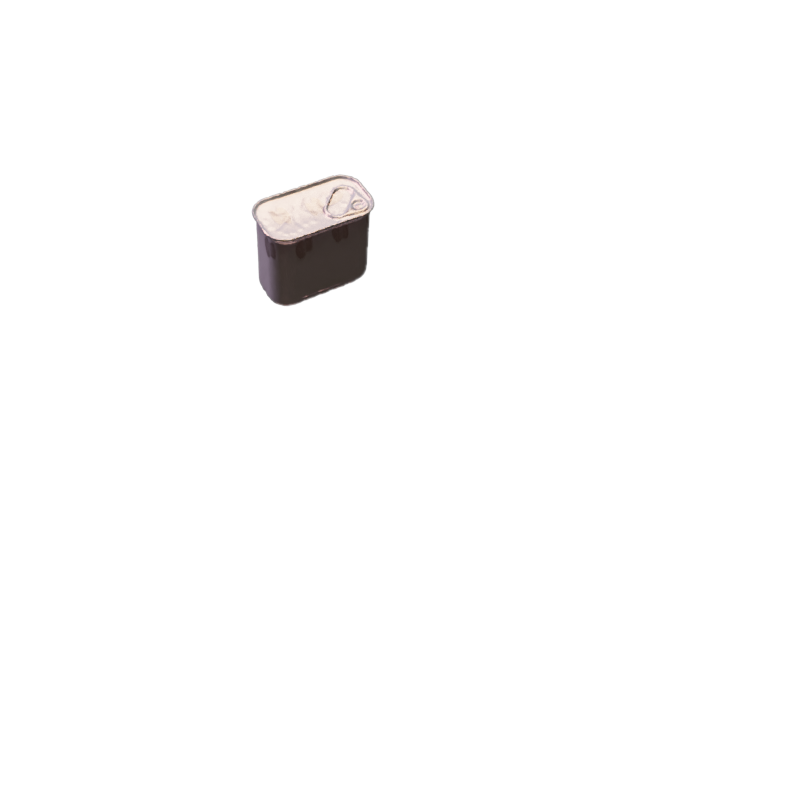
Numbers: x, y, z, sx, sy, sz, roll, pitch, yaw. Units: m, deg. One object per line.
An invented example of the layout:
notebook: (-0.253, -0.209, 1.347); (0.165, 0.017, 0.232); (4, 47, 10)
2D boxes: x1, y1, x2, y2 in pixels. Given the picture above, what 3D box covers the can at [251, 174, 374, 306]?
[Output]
can: (-0.075, -0.138, 0.964); (0.101, 0.078, 0.062); (-22, 52, -20)
